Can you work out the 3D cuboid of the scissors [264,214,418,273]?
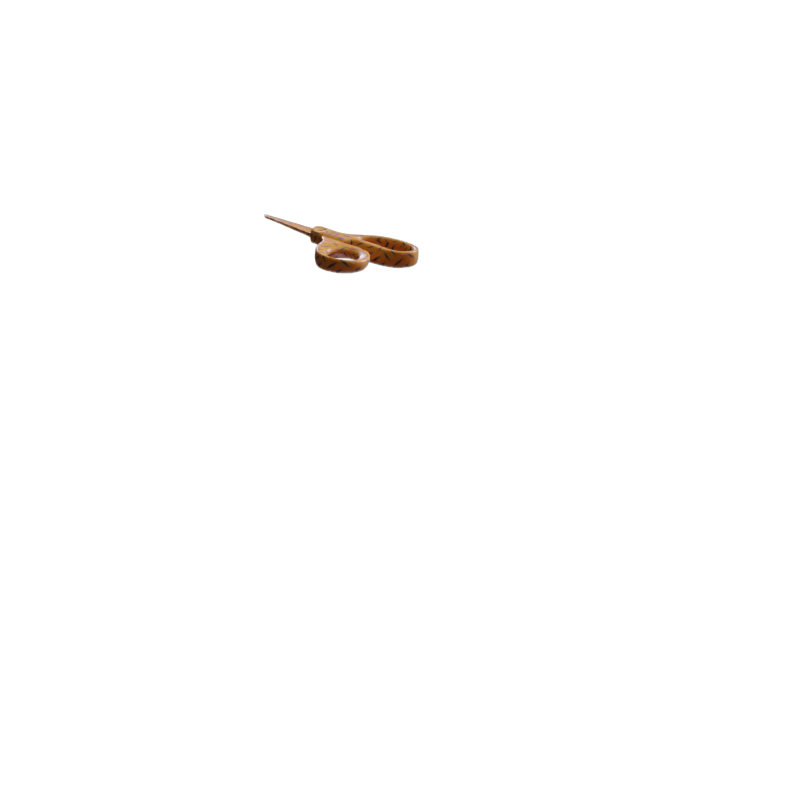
[{"bbox_3d":[-0.077,-0.141,0.985,0.213,0.015,0.095,17,27,36],"label":"scissors"}]
